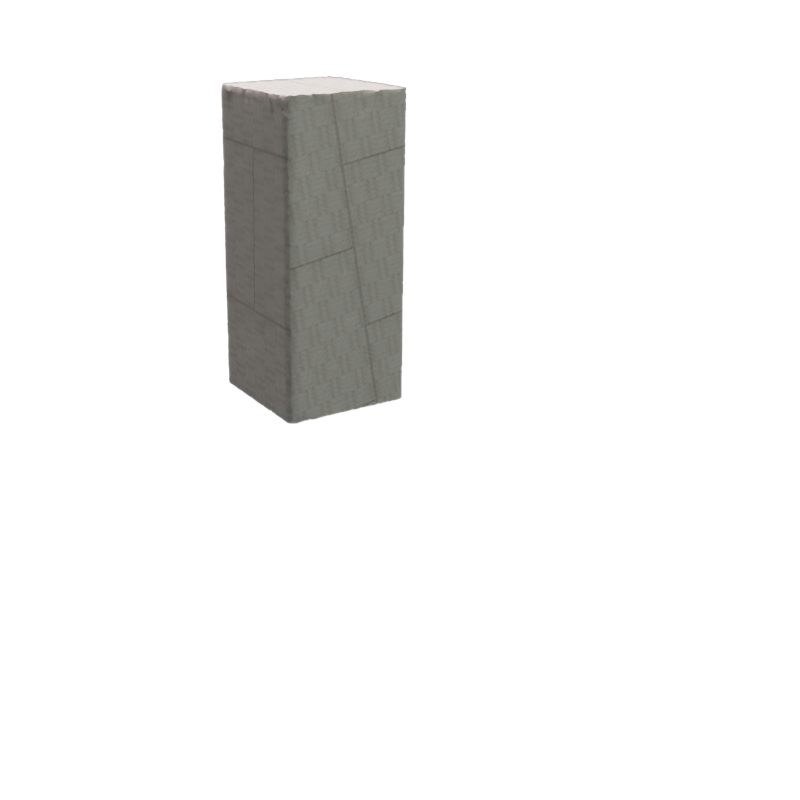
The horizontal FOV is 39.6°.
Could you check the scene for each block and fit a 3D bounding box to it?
[{"bbox_3d":[-0.058,-0.104,0.727,0.088,0.199,0.096,-9,19,-32],"label":"block"}]
